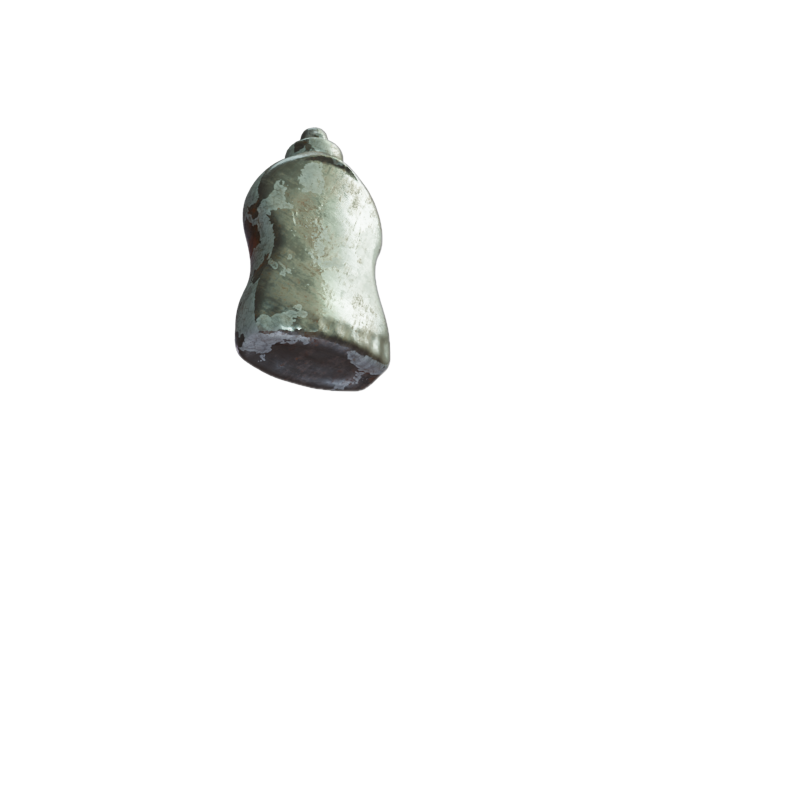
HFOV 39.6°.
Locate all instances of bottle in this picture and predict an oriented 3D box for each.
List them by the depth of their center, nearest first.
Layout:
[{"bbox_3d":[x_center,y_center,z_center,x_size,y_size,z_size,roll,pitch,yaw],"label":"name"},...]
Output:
[{"bbox_3d":[-0.057,-0.104,0.728,0.092,0.205,0.057,15,-39,-23],"label":"bottle"}]
